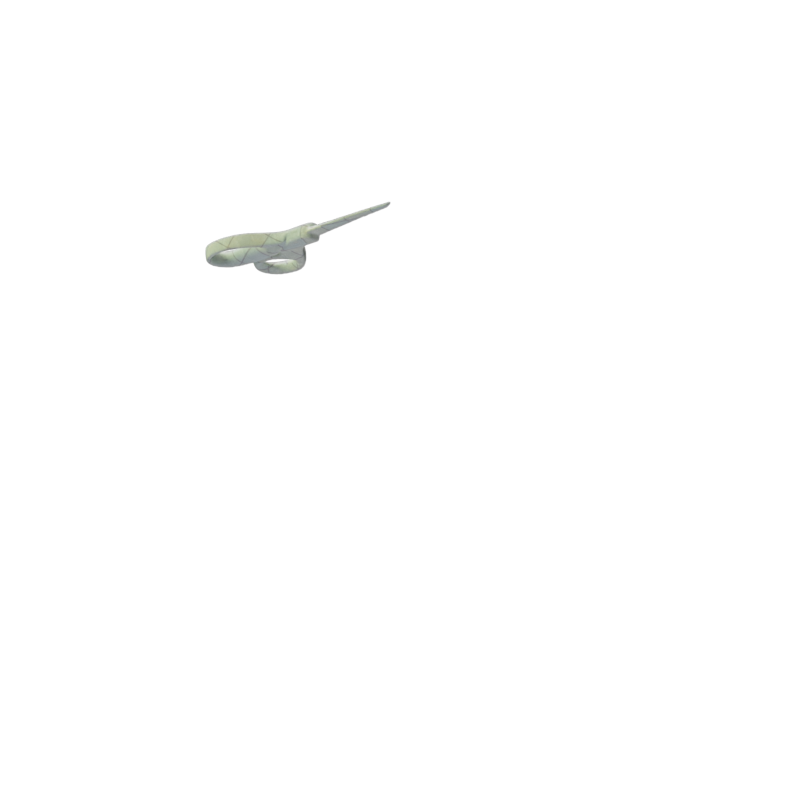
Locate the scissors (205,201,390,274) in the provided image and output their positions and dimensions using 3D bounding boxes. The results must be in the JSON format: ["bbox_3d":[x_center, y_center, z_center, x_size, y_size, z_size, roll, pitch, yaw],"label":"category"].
[{"bbox_3d":[-0.073,-0.133,0.932,0.207,0.016,0.091,-6,-12,31],"label":"scissors"}]
